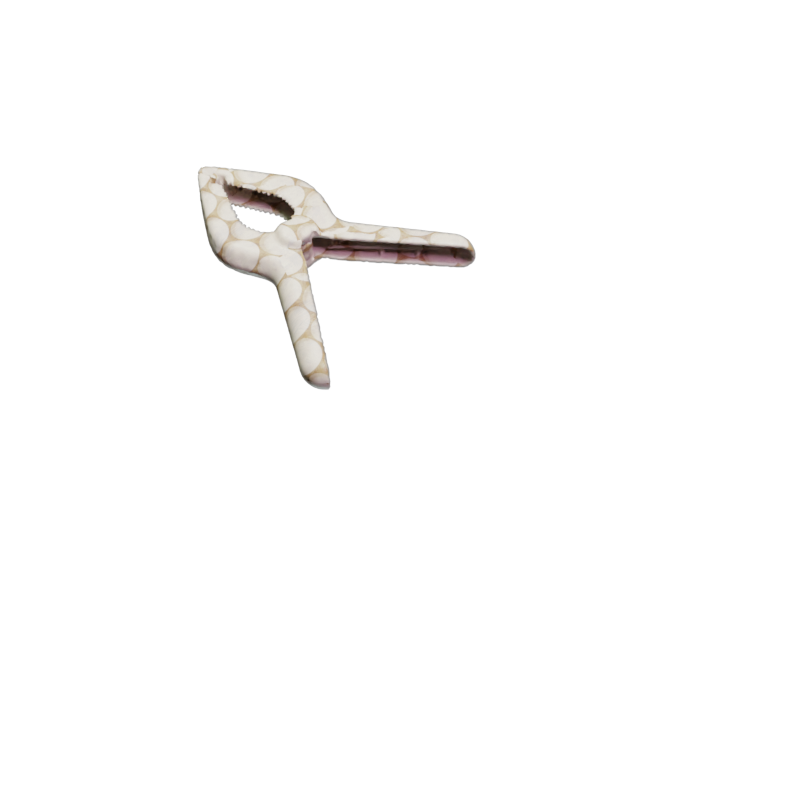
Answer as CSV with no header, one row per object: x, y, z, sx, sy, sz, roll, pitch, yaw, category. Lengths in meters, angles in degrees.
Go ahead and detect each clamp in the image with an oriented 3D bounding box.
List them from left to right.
-0.063,-0.114,0.801,0.165,0.034,0.225,-33,57,-25,clamp
